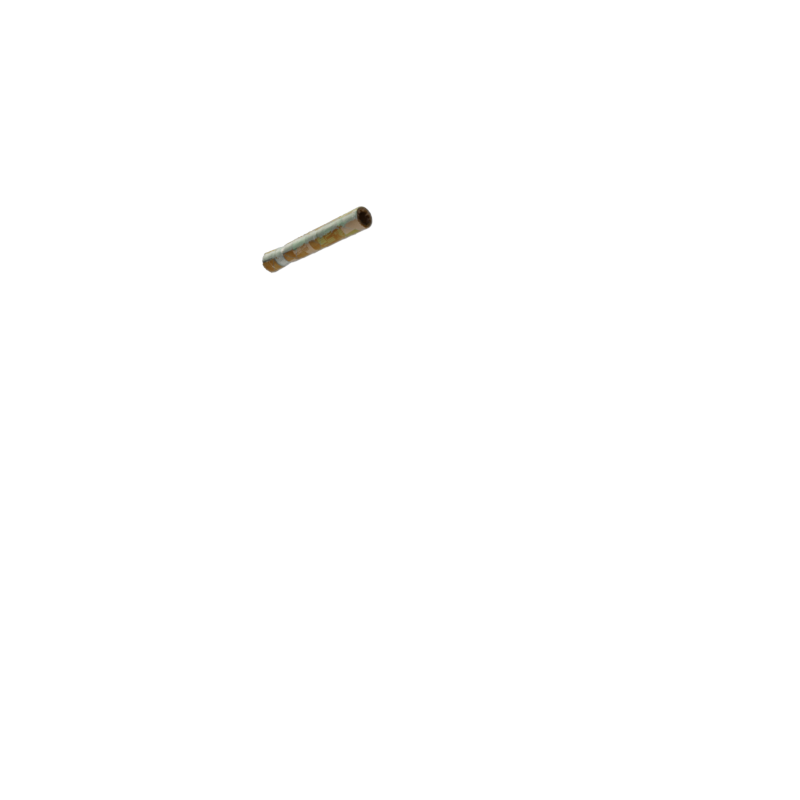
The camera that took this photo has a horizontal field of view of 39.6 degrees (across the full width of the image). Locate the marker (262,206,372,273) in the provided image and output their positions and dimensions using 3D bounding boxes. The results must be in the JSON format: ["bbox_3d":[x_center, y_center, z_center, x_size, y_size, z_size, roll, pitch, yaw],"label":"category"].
[{"bbox_3d":[-0.072,-0.131,0.914,0.122,0.020,0.019,-18,-9,41],"label":"marker"}]
